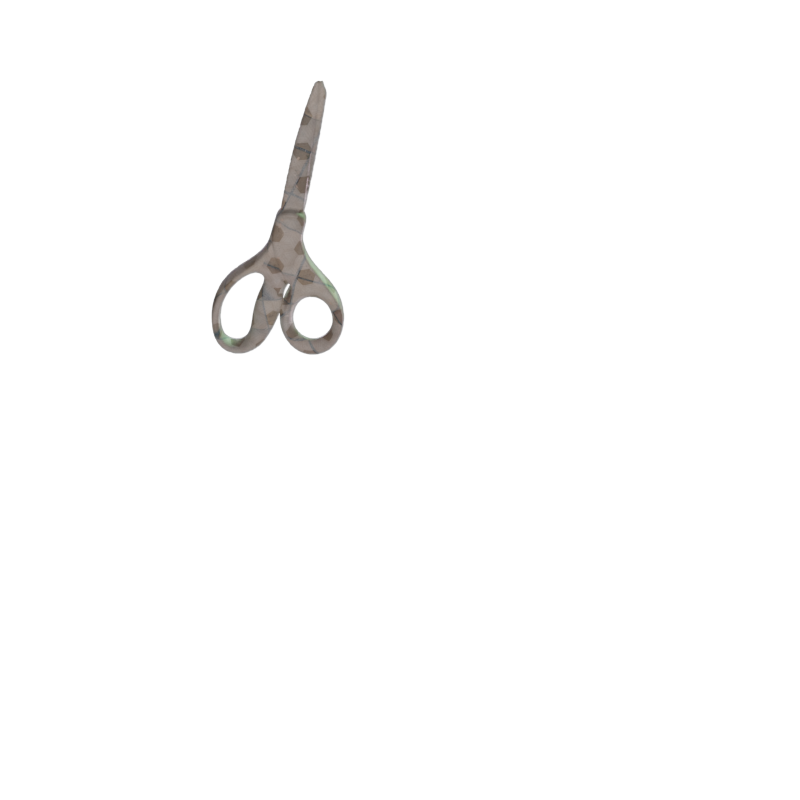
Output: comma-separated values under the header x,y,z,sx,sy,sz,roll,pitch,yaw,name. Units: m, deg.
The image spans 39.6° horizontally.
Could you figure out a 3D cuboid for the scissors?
x,y,z,sx,sy,sz,roll,pitch,yaw,name
-0.055,-0.101,0.705,0.093,0.195,0.017,25,31,-16,scissors
